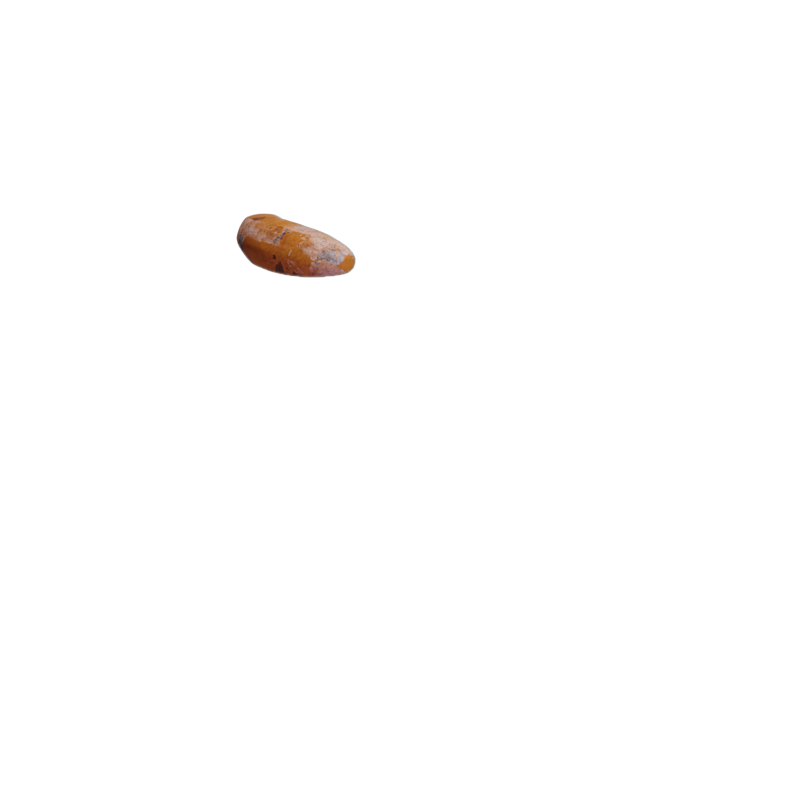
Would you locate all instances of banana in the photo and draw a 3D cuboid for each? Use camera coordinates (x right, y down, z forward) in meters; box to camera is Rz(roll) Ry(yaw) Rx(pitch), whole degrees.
[{"bbox_3d":[-0.081,-0.113,0.792,0.069,0.036,0.204,-2,13,-11],"label":"banana"}]
